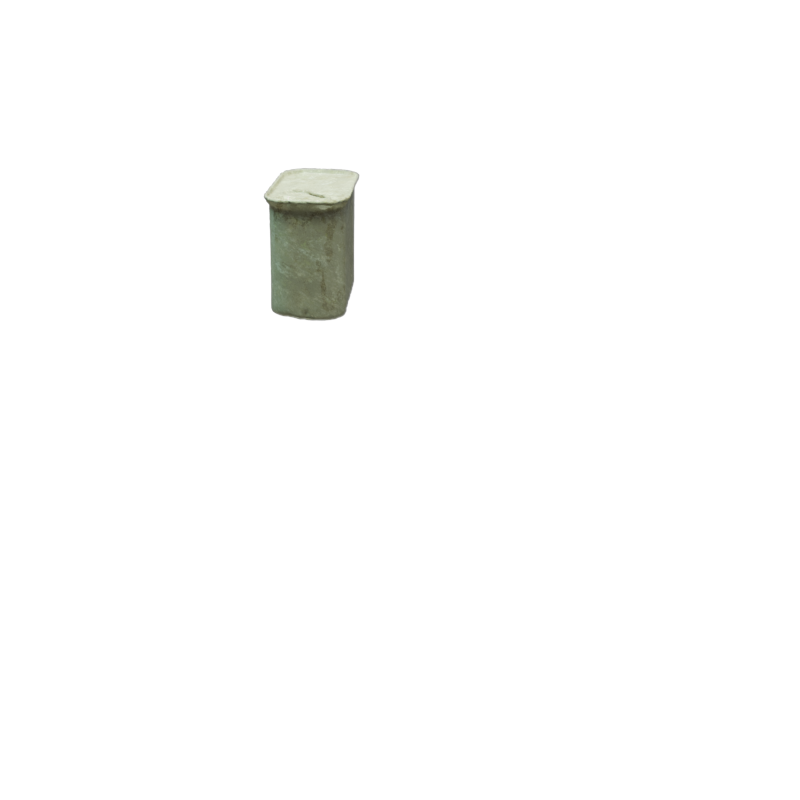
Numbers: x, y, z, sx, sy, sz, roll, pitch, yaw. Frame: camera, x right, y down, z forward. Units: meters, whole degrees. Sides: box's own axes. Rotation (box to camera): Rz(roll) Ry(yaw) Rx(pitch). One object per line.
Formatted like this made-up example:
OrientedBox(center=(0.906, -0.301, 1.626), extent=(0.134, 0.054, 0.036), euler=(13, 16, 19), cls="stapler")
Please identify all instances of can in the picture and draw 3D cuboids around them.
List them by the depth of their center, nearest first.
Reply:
OrientedBox(center=(-0.060, -0.110, 0.773), extent=(0.058, 0.080, 0.105), euler=(2, 20, 4), cls="can")
